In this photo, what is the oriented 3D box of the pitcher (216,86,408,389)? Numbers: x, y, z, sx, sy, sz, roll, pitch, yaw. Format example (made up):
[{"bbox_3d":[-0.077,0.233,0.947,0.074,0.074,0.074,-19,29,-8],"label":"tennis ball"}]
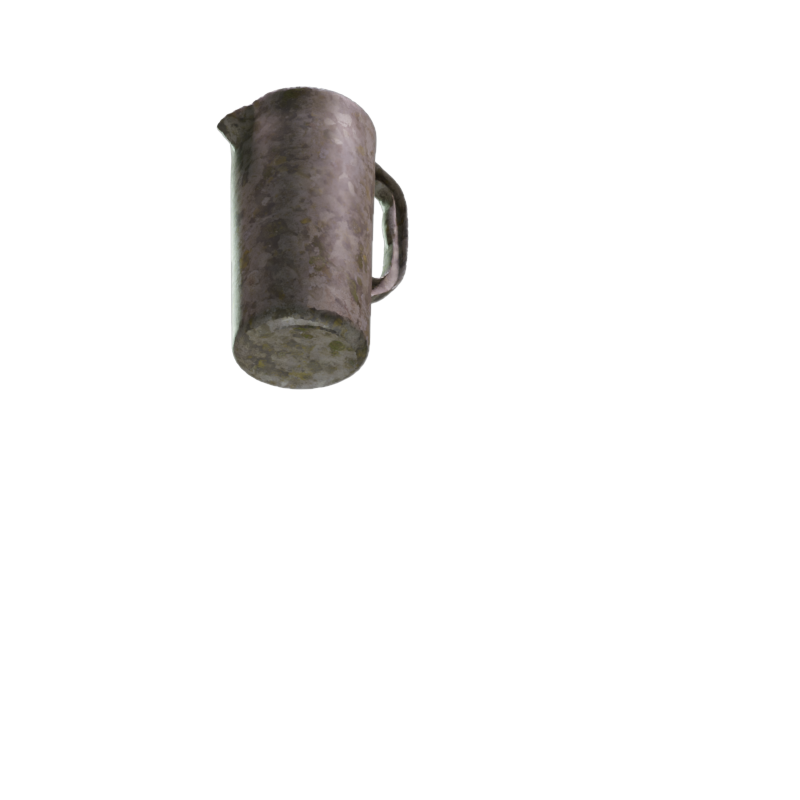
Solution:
[{"bbox_3d":[-0.073,-0.133,0.934,0.150,0.260,0.134,-8,-36,8],"label":"pitcher"}]
